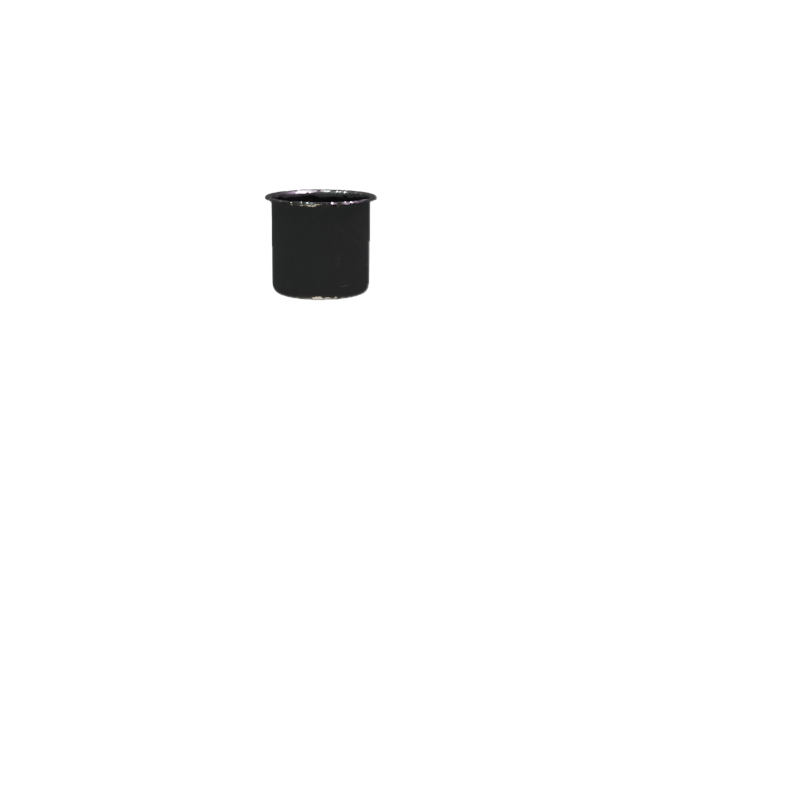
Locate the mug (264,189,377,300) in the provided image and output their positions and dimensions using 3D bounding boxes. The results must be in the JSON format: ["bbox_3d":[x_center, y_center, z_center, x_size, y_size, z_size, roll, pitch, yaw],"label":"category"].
[{"bbox_3d":[-0.073,-0.134,0.935,0.091,0.079,0.124,-9,17,-33],"label":"mug"}]
